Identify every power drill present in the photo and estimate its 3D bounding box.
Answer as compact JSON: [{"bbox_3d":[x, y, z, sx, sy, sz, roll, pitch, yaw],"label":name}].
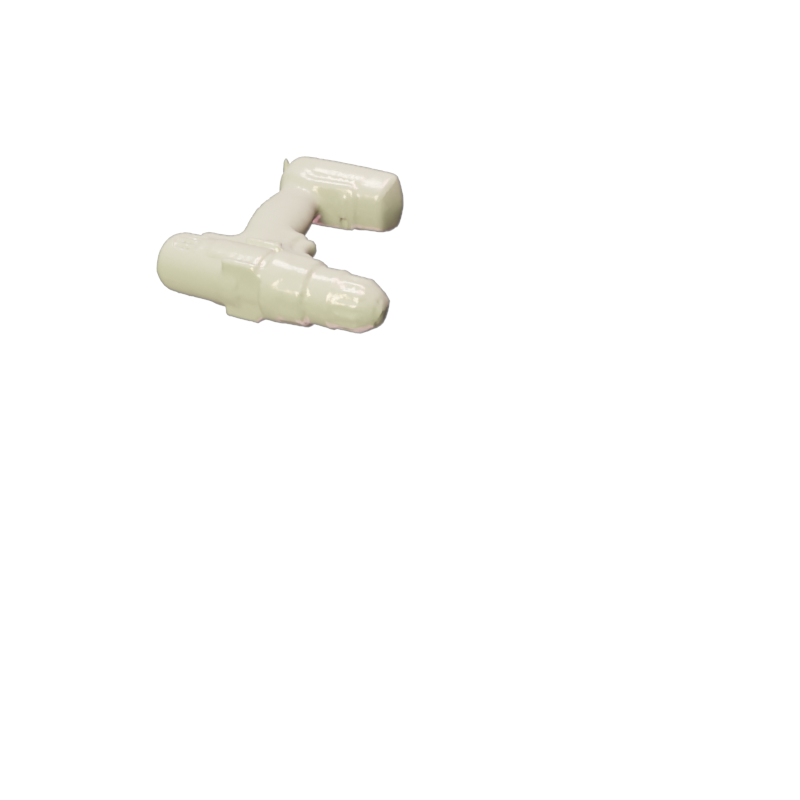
[{"bbox_3d":[-0.067,-0.122,0.857,0.192,0.054,0.192,15,37,21],"label":"power drill"}]
